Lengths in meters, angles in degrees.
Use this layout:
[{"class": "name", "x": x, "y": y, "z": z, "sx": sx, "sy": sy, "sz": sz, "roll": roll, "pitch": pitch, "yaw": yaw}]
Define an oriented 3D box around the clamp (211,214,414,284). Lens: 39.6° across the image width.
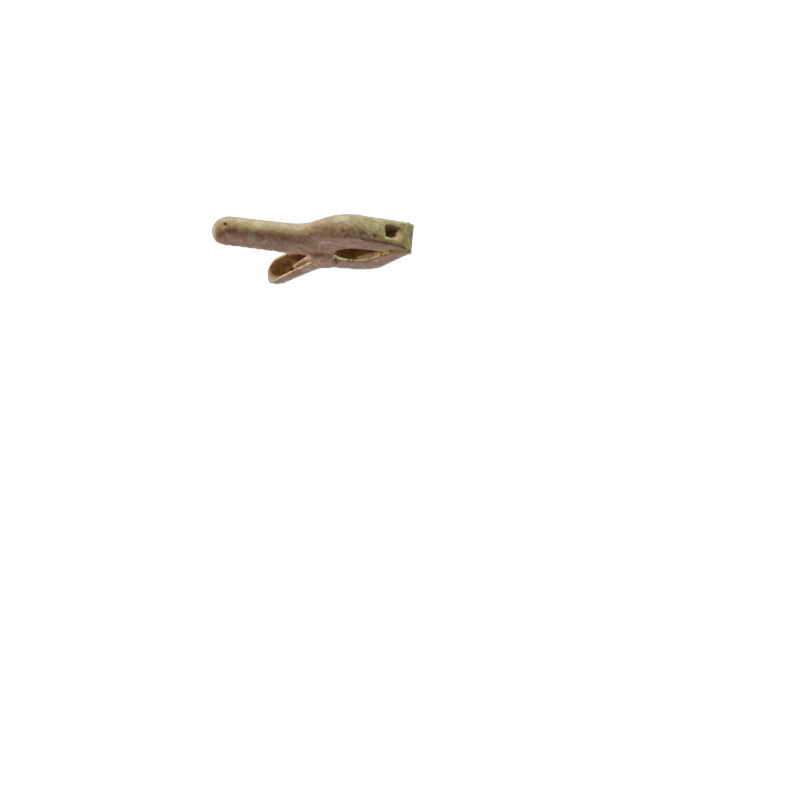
[{"class": "clamp", "x": -0.076, "y": -0.138, "z": 0.969, "sx": 0.175, "sy": 0.041, "sz": 0.113, "roll": -7, "pitch": -13, "yaw": 31}]
